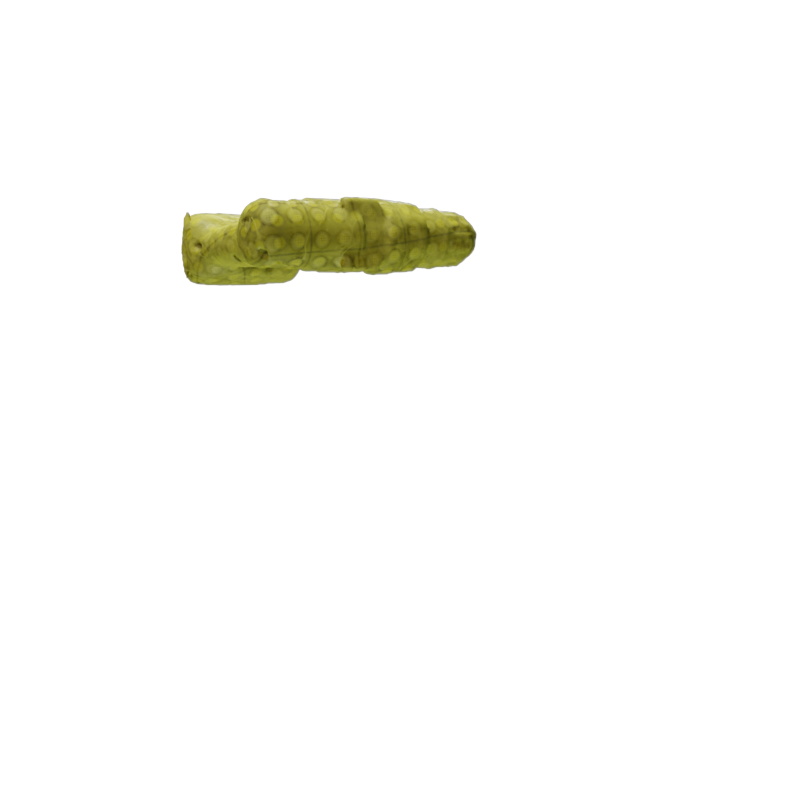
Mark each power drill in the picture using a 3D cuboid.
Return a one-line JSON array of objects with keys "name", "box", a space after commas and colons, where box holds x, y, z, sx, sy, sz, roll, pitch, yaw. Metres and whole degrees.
[{"name": "power drill", "box": [-0.064, -0.116, 0.815, 0.178, 0.058, 0.193, -1, 1, -33]}]
